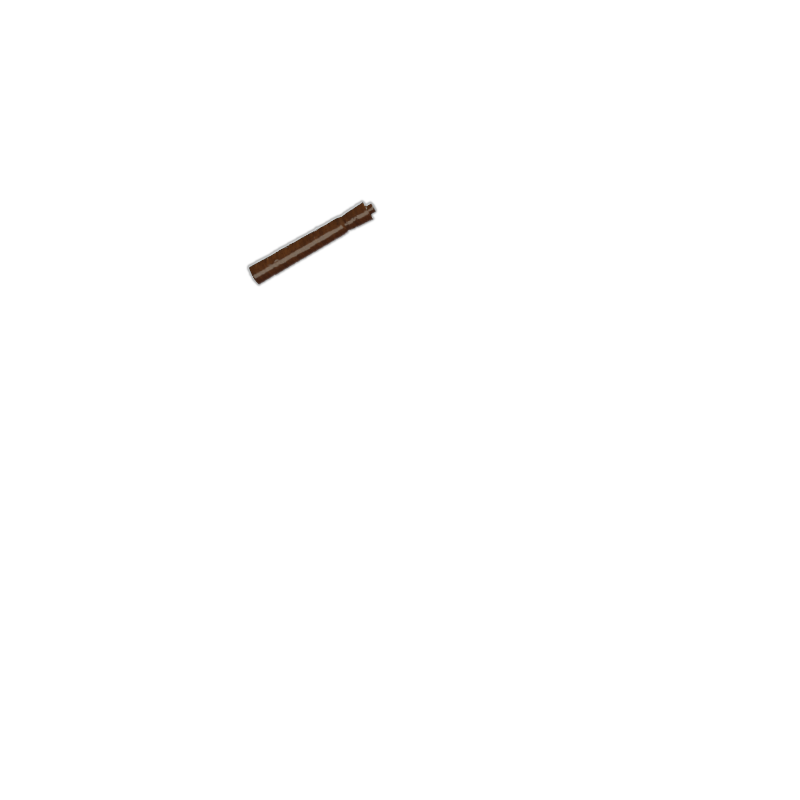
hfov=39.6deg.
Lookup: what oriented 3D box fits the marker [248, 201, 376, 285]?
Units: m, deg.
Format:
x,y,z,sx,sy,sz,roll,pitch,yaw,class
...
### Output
x,y,z,sx,sy,sz,roll,pitch,yaw,class
-0.075,-0.137,0.956,0.121,0.020,0.020,-29,1,7,marker
